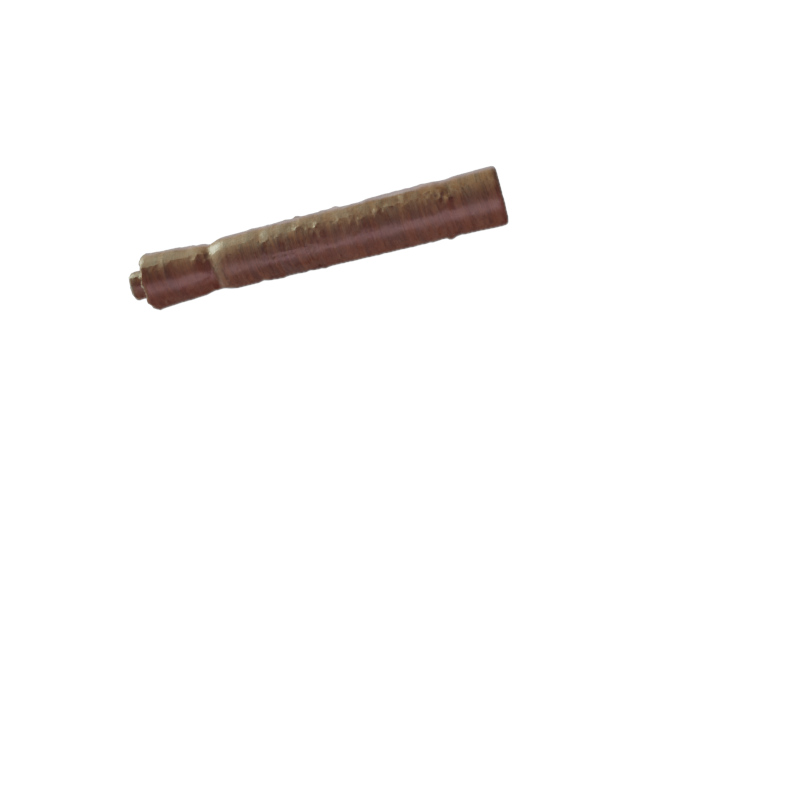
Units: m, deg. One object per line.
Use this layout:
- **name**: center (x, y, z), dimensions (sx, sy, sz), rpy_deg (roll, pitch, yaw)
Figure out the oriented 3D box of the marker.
- **marker**: center (-0.027, -0.050, 0.349), dimensions (0.122, 0.020, 0.020), rpy_deg (-13, 2, 9)
